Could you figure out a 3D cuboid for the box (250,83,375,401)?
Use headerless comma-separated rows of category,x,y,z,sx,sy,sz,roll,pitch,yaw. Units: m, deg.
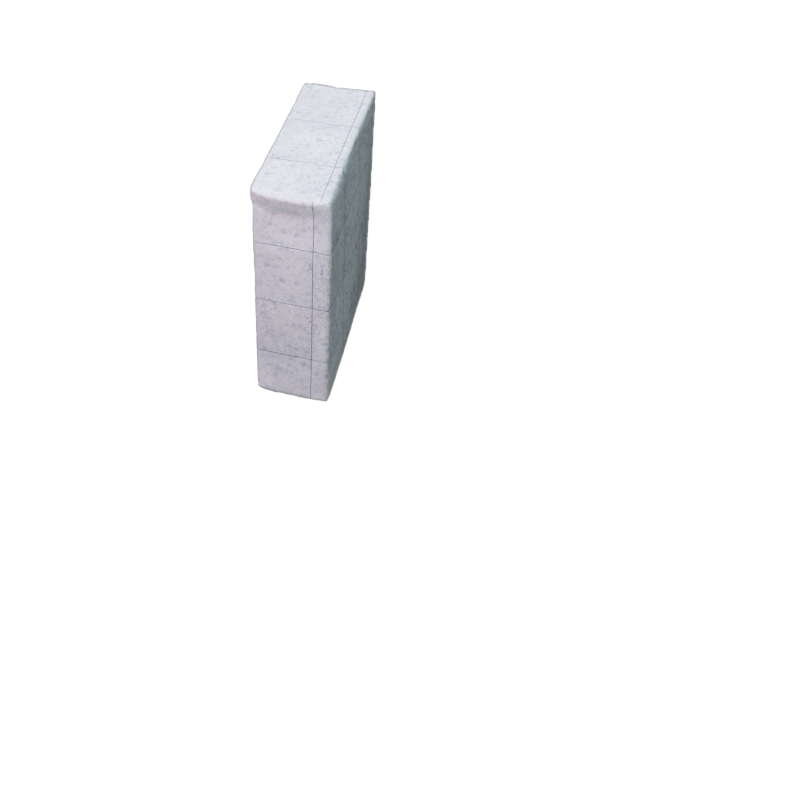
box,-0.073,-0.134,0.935,0.073,0.199,0.173,9,43,6
